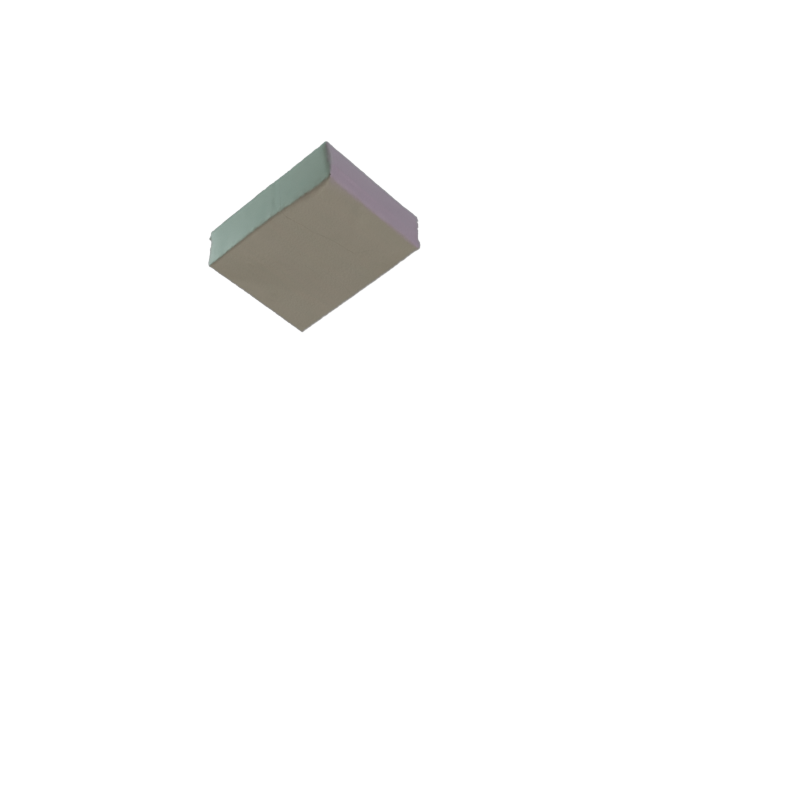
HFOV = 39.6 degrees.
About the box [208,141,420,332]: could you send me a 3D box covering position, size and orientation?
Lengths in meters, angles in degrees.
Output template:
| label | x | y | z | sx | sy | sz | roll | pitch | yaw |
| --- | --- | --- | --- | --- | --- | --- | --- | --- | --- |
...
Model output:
| label | x | y | z | sx | sy | sz | roll | pitch | yaw |
| --- | --- | --- | --- | --- | --- | --- | --- | --- | --- |
| box | -0.058 | -0.105 | 0.734 | 0.113 | 0.042 | 0.084 | -32 | -52 | 29 |
